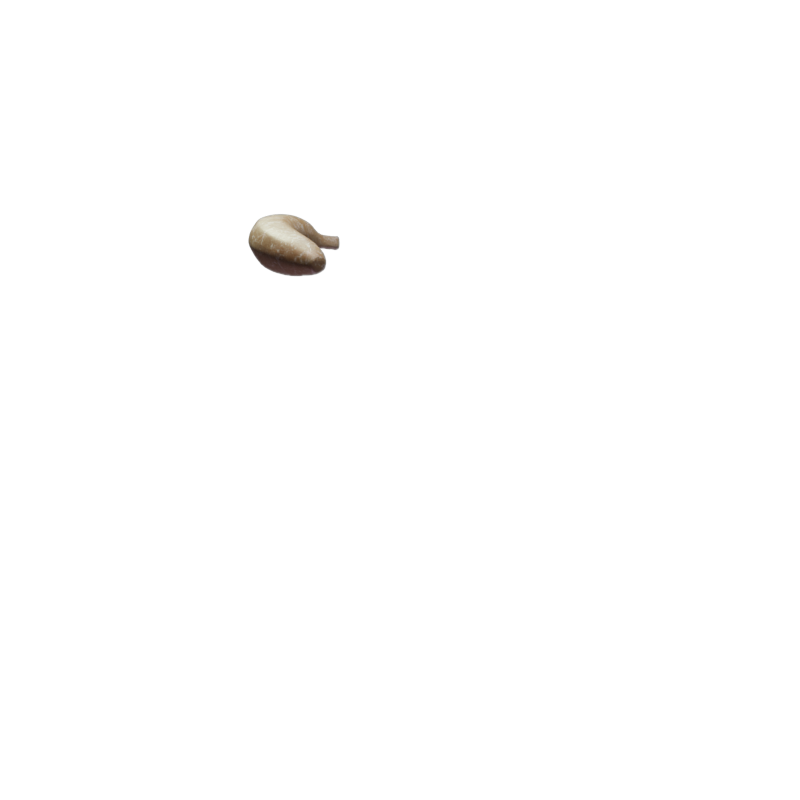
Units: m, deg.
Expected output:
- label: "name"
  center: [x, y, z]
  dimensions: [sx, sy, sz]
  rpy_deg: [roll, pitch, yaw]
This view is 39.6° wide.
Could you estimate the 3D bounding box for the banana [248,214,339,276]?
- label: "banana"
  center: [-0.087, -0.127, 0.882]
  dimensions: [0.070, 0.036, 0.202]
  rpy_deg: [0, 14, 1]
